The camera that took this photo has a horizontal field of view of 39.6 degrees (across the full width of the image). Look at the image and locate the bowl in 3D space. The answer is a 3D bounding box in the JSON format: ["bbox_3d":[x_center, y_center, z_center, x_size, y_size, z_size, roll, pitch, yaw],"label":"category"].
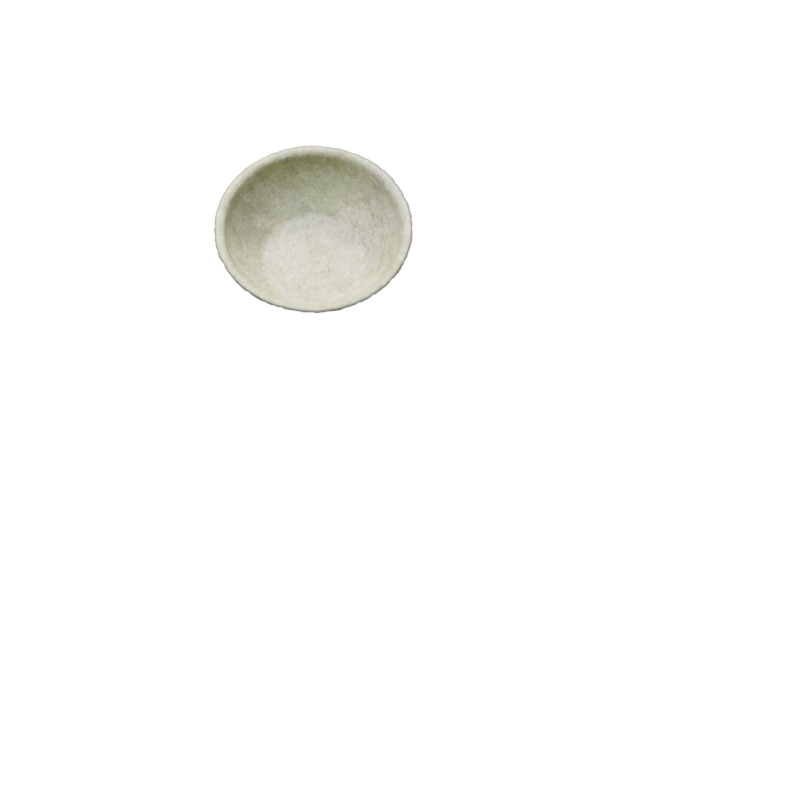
[{"bbox_3d":[-0.072,-0.132,0.923,0.162,0.173,0.052,-1,-30,-1],"label":"bowl"}]
